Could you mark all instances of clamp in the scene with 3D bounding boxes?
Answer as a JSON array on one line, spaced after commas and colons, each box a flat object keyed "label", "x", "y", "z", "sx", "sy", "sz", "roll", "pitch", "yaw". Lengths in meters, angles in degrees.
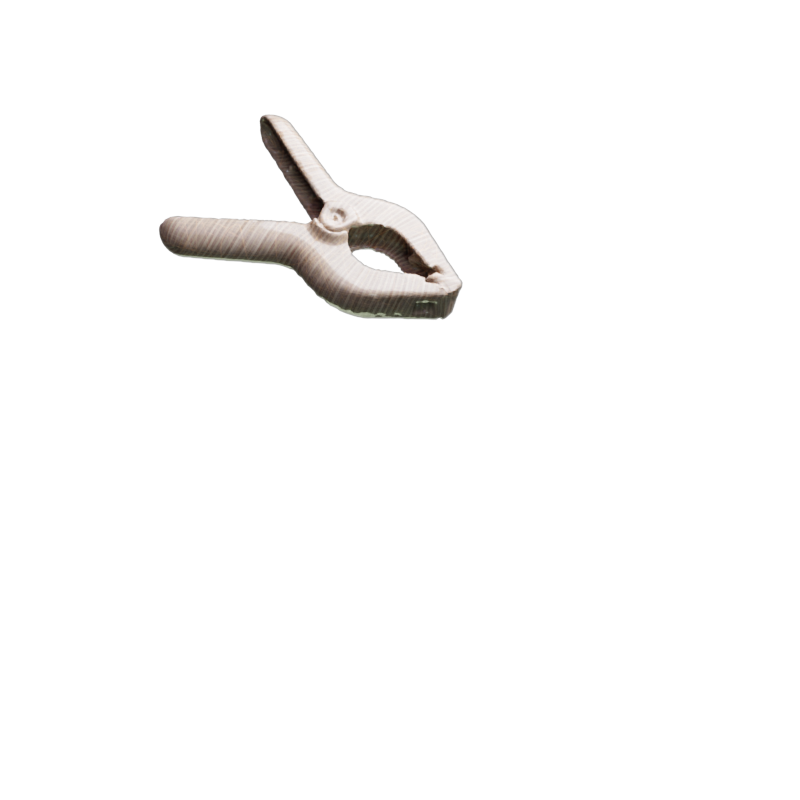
[{"label": "clamp", "x": -0.050, "y": -0.092, "z": 0.641, "sx": 0.180, "sy": 0.122, "sz": 0.037, "roll": 35, "pitch": -27, "yaw": 20}]
